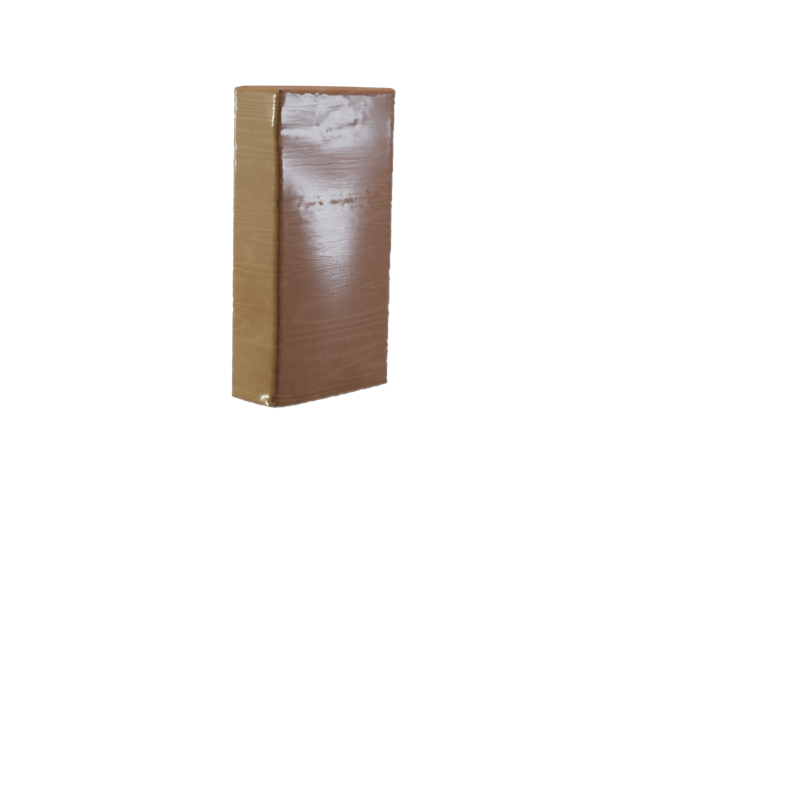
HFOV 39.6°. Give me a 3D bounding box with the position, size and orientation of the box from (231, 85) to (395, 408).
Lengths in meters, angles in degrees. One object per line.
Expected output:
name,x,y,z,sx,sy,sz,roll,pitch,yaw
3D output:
box,-0.050,-0.090,0.632,0.050,0.173,0.091,7,11,44
